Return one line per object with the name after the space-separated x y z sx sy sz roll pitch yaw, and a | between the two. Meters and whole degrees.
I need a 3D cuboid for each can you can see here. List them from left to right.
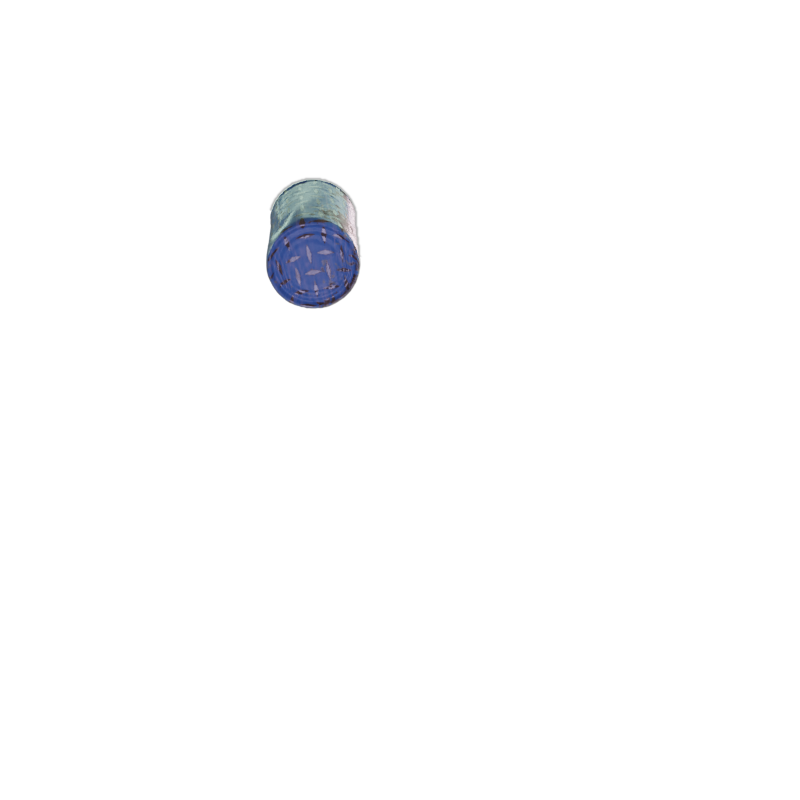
-0.064 -0.117 0.820 0.068 0.065 0.108 0 25 -3 | can
